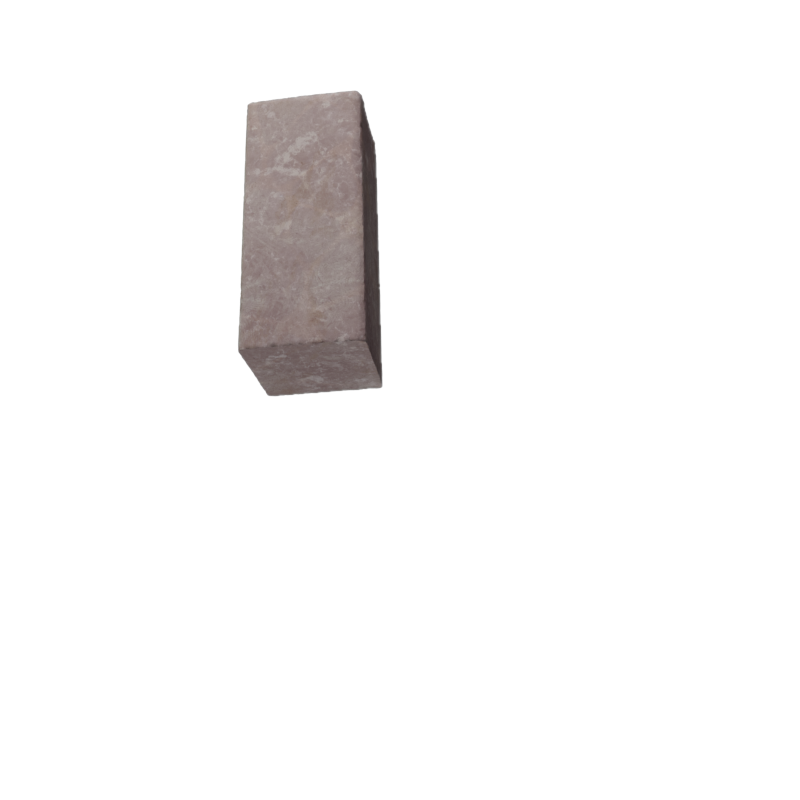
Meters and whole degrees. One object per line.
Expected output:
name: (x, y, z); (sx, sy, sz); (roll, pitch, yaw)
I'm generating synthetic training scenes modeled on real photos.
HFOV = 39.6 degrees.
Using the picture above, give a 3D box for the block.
block: (-0.064, -0.119, 0.830); (0.091, 0.219, 0.085); (-6, -27, 7)
